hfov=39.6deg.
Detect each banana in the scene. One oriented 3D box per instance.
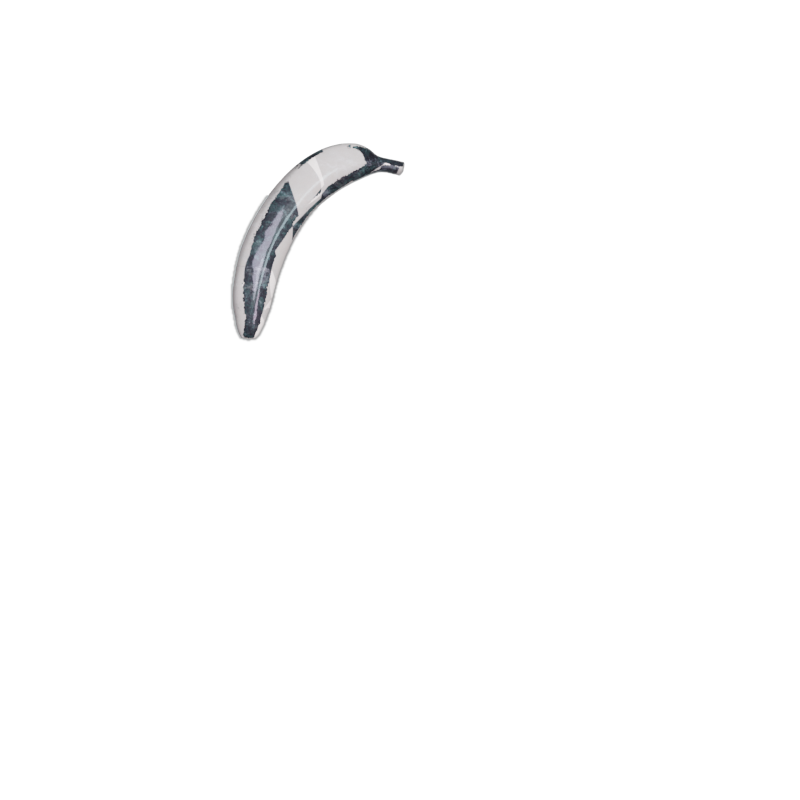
[{"bbox_3d":[-0.081,-0.141,0.886,0.071,0.200,0.035,38,-13,9],"label":"banana"}]
